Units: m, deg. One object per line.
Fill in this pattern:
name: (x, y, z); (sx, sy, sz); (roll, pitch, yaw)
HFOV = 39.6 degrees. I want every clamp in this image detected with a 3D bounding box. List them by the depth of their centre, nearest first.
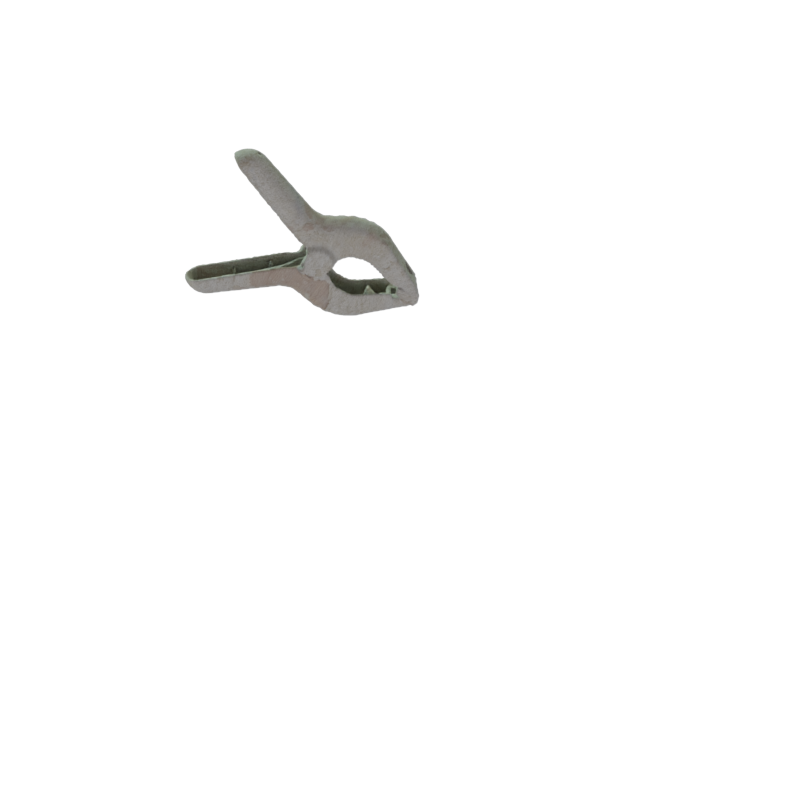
clamp: (-0.063, -0.115, 0.807); (0.169, 0.114, 0.042); (11, 38, -9)
